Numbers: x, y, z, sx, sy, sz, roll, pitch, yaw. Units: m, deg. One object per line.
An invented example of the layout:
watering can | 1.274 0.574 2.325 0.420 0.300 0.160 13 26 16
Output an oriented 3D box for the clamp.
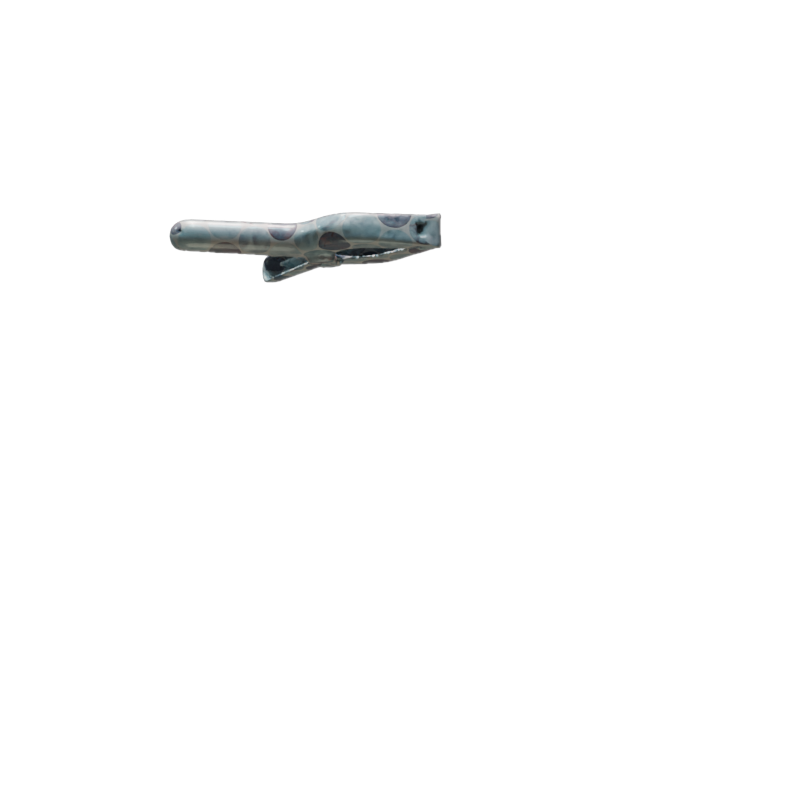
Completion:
clamp | -0.071 -0.129 0.905 0.216 0.037 0.156 -3 -6 31
